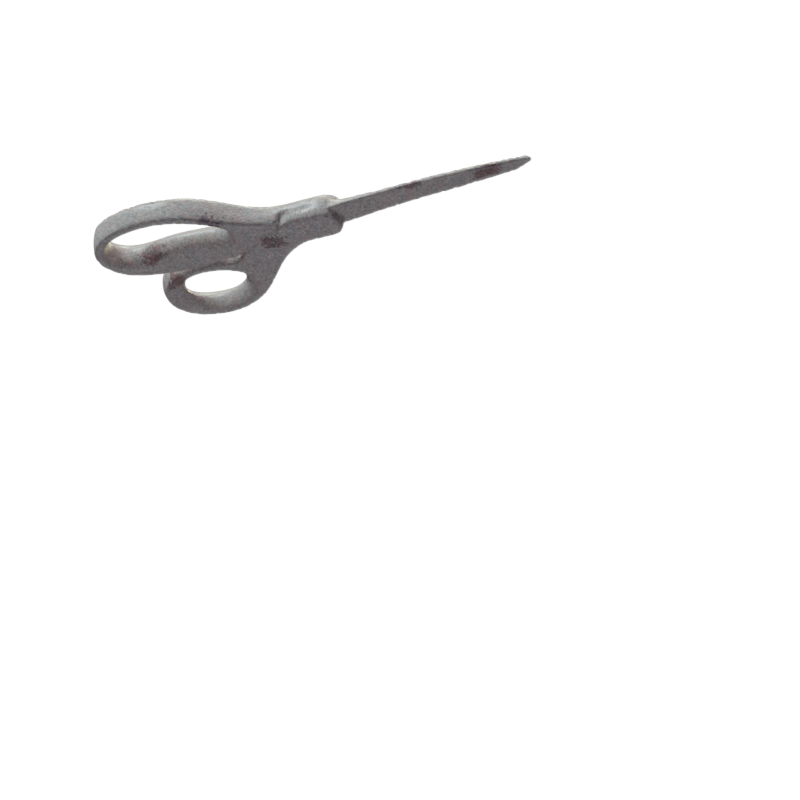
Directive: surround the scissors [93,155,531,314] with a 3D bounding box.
[{"bbox_3d":[-0.040,-0.073,0.513,0.204,0.017,0.090,-4,-27,9],"label":"scissors"}]
